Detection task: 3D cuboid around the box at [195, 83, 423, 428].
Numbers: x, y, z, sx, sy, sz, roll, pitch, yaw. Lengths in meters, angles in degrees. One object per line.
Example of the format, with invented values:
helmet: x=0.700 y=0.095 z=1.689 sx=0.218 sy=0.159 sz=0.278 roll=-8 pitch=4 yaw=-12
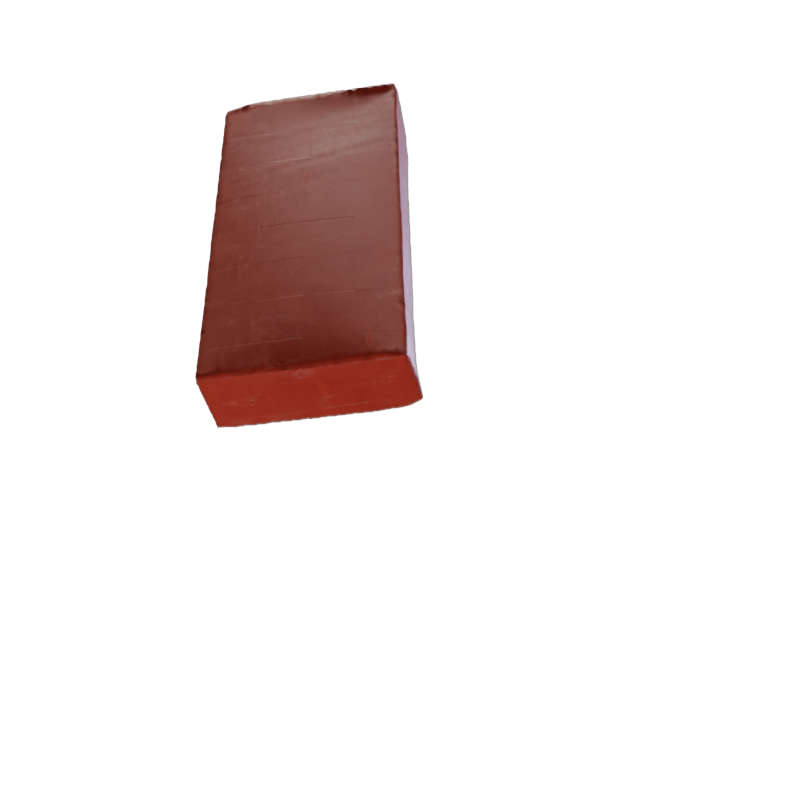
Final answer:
box: x=-0.041 y=-0.075 z=0.527 sx=0.094 sy=0.189 sz=0.044 roll=-8 pitch=-38 yaw=7
